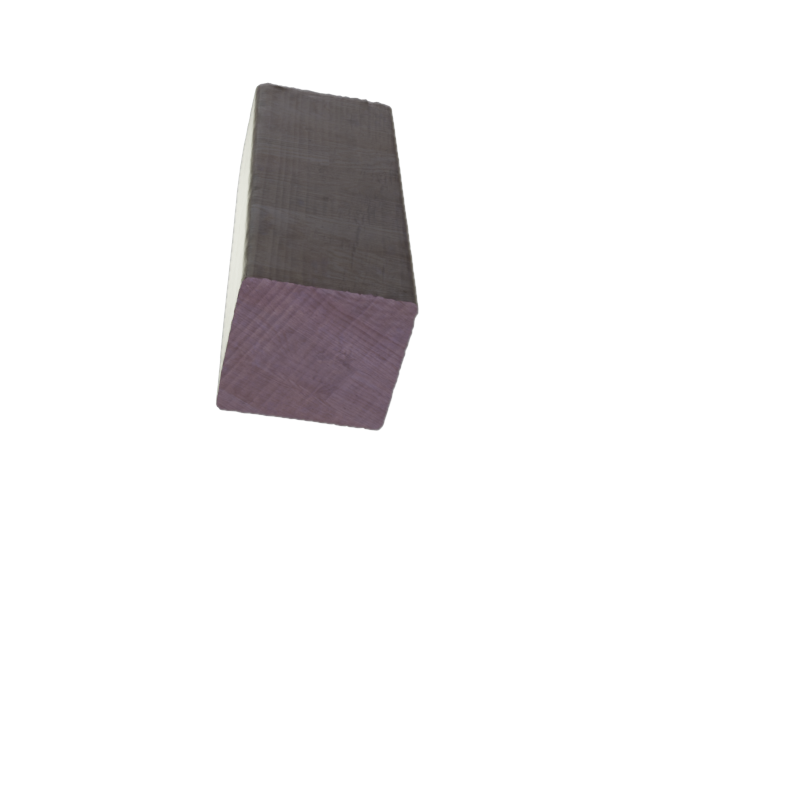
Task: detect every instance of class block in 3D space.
[{"bbox_3d":[-0.050,-0.092,0.640,0.089,0.085,0.221,8,38,-10],"label":"block"}]
